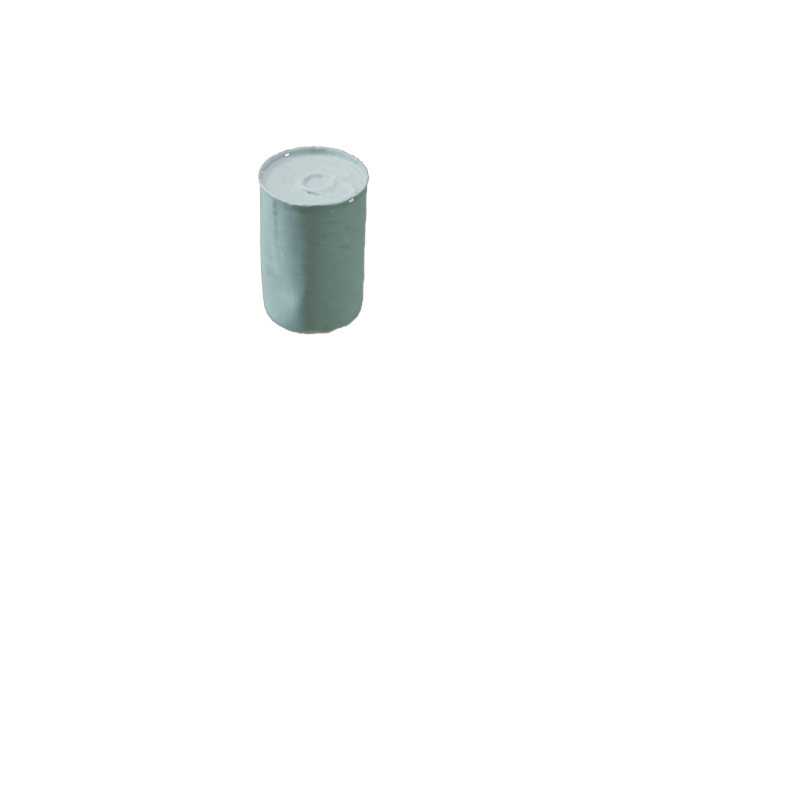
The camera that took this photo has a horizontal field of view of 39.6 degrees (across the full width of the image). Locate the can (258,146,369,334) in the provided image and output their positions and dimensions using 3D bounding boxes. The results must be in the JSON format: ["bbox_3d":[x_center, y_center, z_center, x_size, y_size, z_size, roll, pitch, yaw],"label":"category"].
[{"bbox_3d":[-0.055,-0.101,0.707,0.068,0.095,0.073,0,39,-3],"label":"can"}]
